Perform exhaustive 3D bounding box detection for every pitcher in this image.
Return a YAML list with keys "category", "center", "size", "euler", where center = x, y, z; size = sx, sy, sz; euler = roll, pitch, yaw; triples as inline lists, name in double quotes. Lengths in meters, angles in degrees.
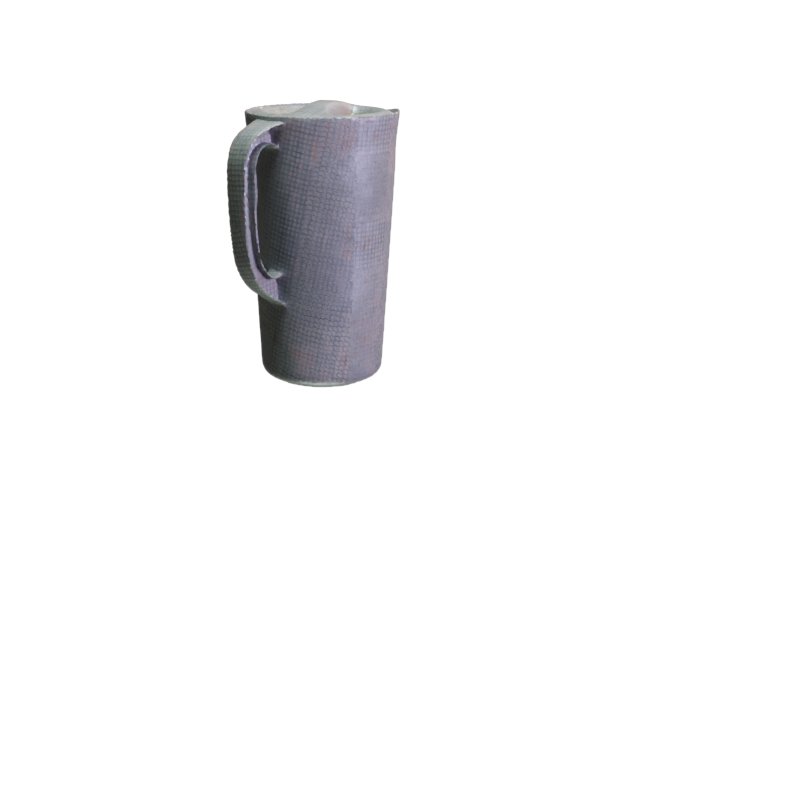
- category: "pitcher"
  center: [-0.076, -0.138, 0.968]
  size: [0.148, 0.236, 0.151]
  euler: [-1, 14, -7]
